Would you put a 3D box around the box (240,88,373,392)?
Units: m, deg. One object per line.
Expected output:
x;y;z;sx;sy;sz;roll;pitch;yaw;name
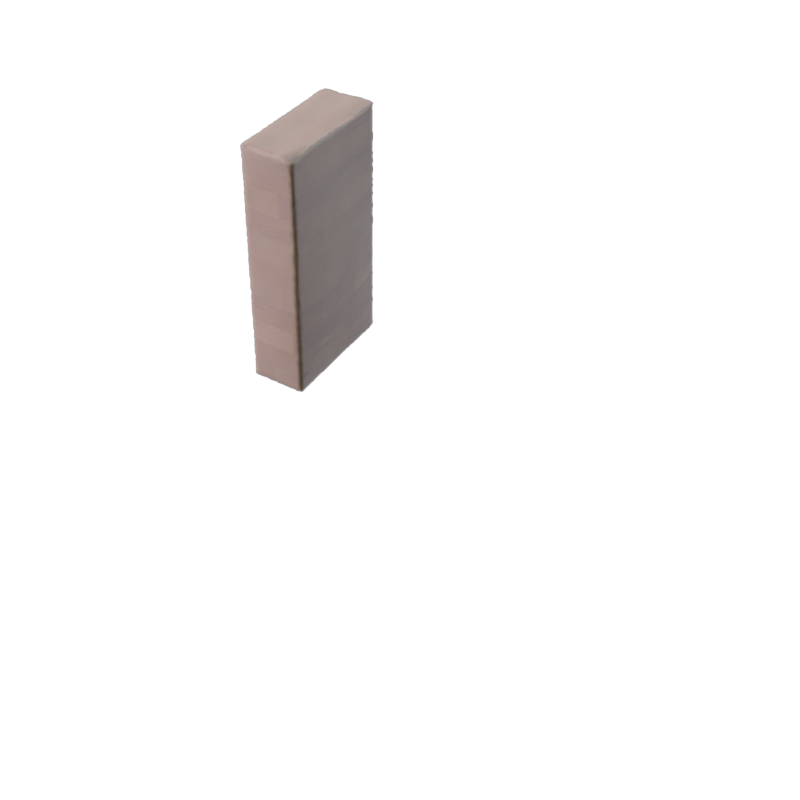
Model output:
-0.056;-0.103;0.720;0.050;0.165;0.095;22;42;22;box
